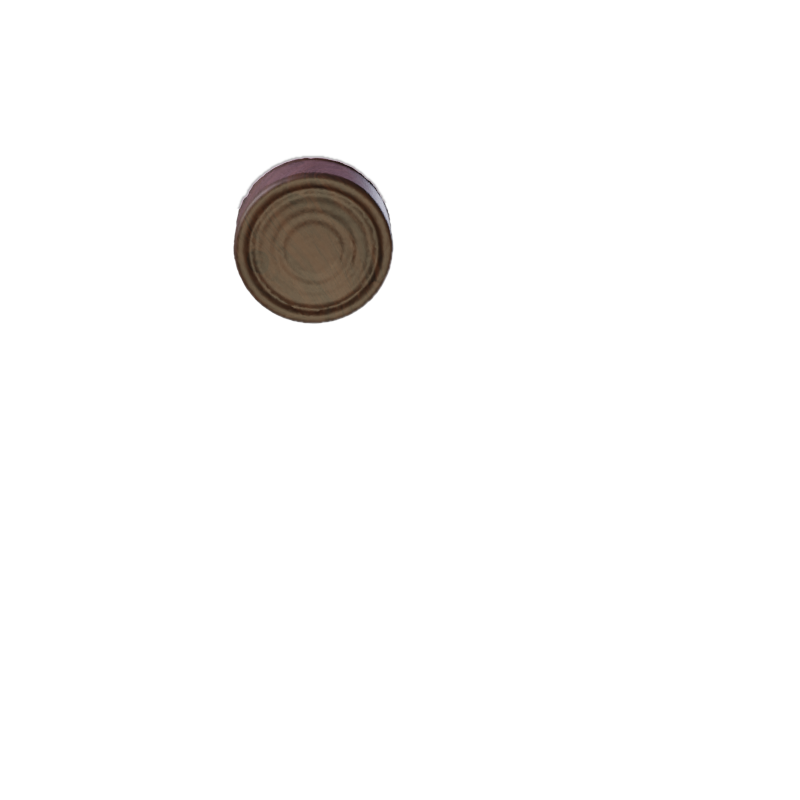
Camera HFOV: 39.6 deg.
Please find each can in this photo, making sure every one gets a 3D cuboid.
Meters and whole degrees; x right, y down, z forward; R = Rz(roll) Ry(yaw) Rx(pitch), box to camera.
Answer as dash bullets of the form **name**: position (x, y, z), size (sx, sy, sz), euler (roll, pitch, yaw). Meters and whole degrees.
- **can**: position (-0.047, -0.085, 0.597), size (0.086, 0.082, 0.035), euler (0, 21, -1)
